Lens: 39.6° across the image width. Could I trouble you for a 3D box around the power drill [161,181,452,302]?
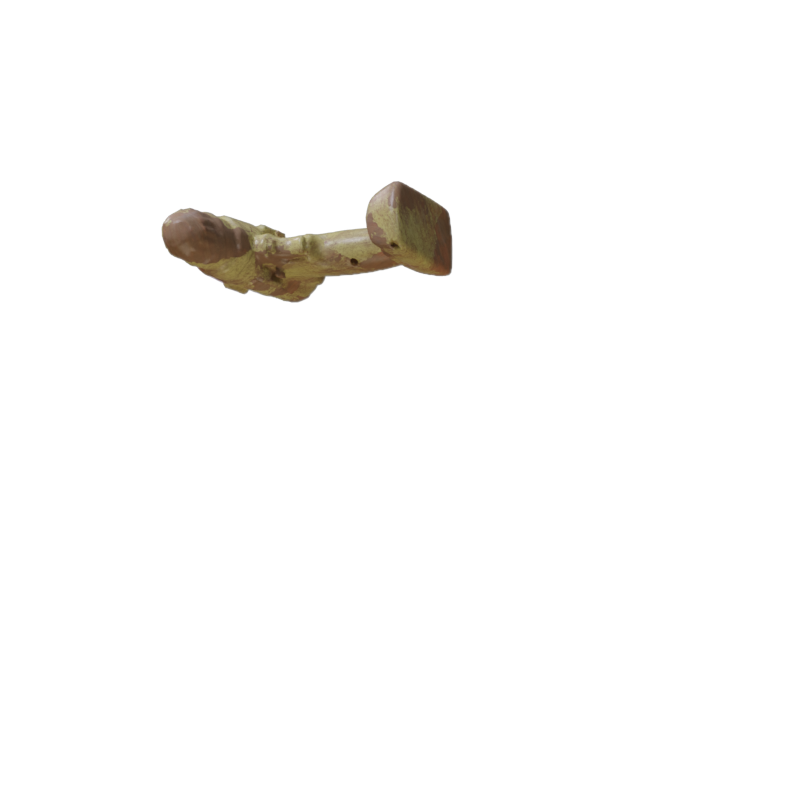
[{"bbox_3d":[-0.068,-0.123,0.864,0.193,0.059,0.175,-4,-8,29],"label":"power drill"}]
